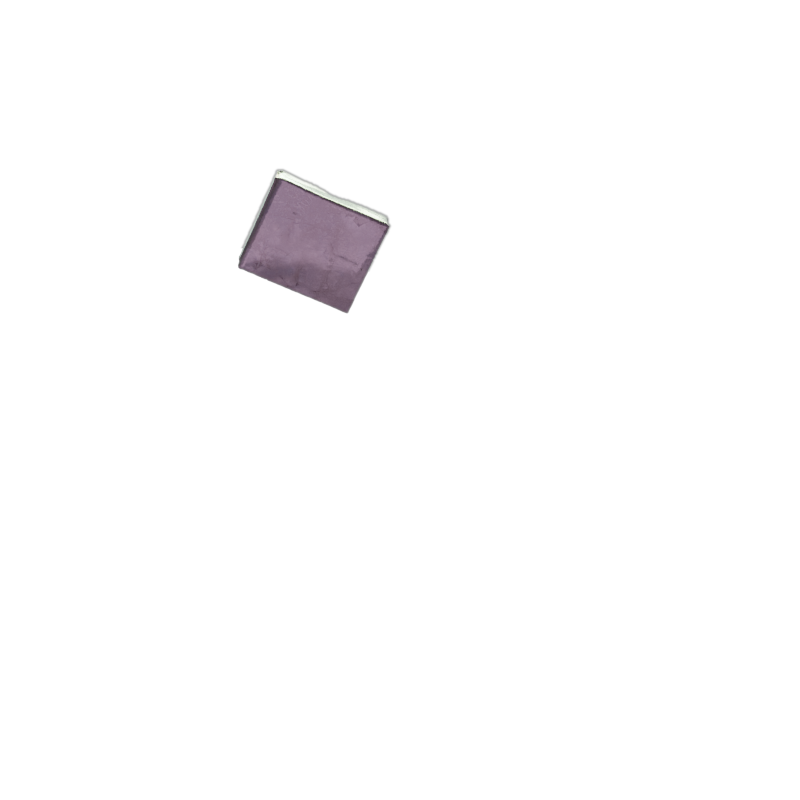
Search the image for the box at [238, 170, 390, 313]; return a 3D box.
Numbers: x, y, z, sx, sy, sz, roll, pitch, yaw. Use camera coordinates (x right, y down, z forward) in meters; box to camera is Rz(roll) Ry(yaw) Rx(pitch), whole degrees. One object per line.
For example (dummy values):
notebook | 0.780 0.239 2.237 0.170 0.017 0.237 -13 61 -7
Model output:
box | -0.062 -0.114 0.796 0.088 0.071 0.031 23 16 -7
